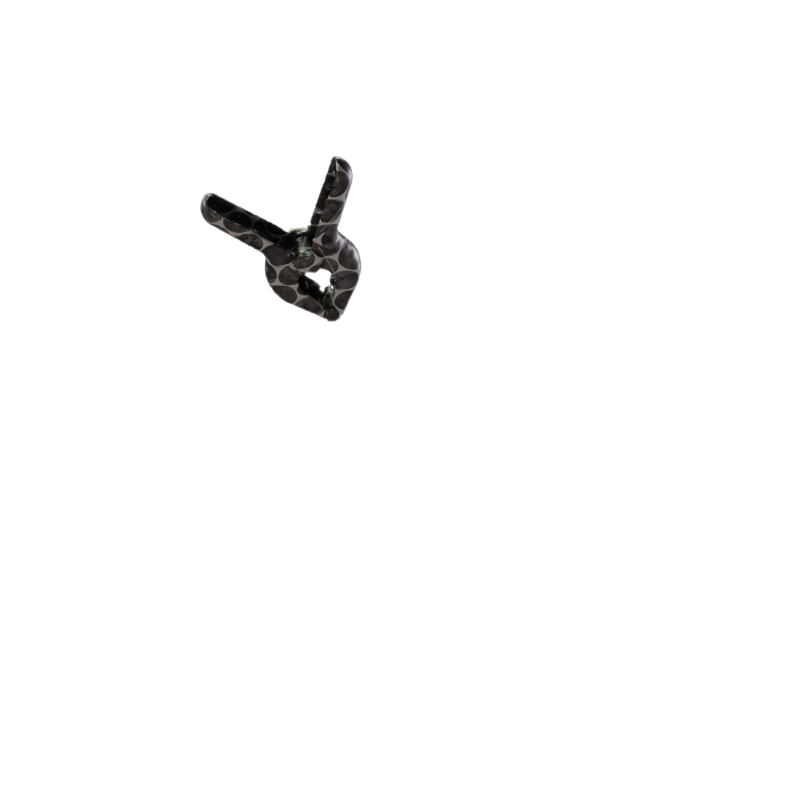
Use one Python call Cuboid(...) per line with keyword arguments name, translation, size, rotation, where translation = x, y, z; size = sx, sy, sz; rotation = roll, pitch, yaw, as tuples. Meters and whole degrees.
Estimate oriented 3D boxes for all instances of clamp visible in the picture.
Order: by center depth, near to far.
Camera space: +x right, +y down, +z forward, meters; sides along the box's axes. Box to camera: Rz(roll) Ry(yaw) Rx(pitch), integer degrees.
Cuboid(name="clamp", translation=(-0.070, -0.127, 0.891), size=(0.121, 0.042, 0.158), rotation=(-15, -36, 20))
